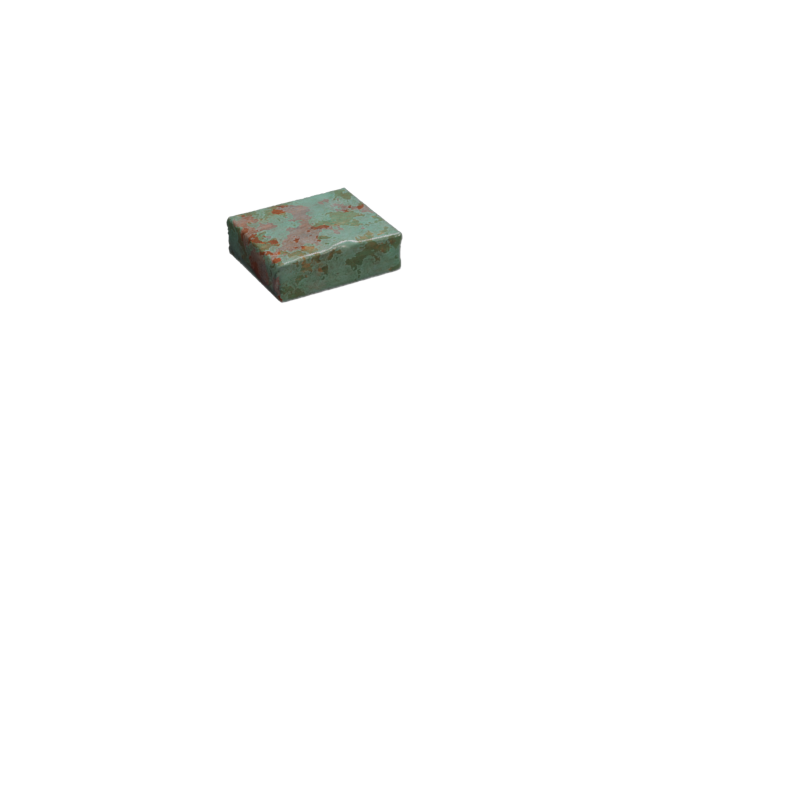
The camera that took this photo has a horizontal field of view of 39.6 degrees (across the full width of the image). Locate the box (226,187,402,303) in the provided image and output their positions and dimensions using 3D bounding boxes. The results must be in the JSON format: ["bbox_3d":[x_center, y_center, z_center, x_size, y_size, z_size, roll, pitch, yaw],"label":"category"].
[{"bbox_3d":[-0.055,-0.100,0.699,0.088,0.028,0.079,-18,38,-25],"label":"box"}]
